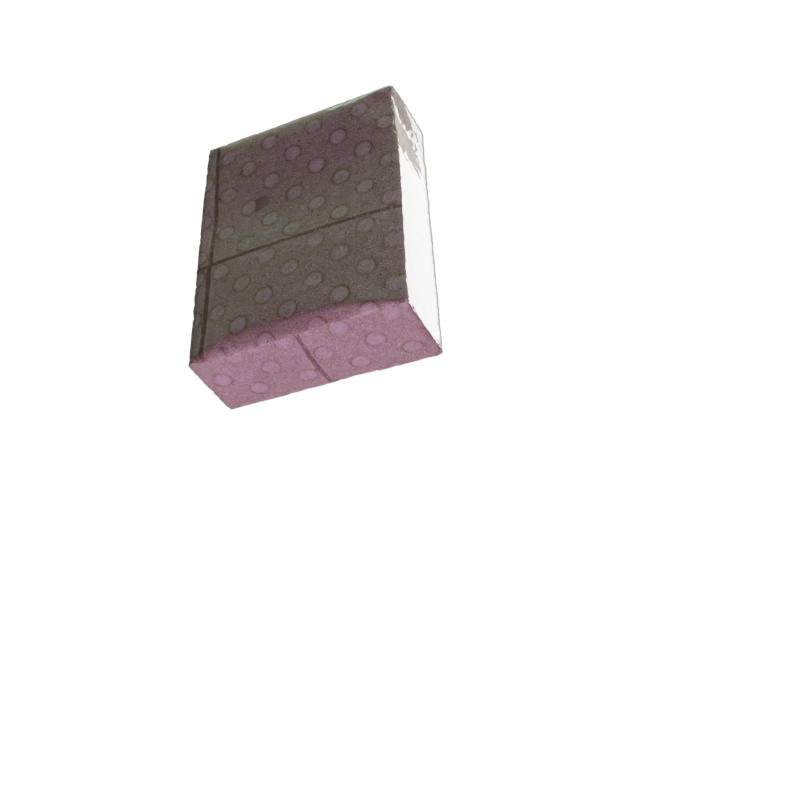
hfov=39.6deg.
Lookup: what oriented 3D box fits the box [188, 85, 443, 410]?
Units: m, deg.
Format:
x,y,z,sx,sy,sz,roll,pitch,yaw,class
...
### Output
x,y,z,sx,sy,sz,roll,pitch,yaw,class
-0.063,-0.116,0.810,0.166,0.229,0.066,-16,-39,18,box
